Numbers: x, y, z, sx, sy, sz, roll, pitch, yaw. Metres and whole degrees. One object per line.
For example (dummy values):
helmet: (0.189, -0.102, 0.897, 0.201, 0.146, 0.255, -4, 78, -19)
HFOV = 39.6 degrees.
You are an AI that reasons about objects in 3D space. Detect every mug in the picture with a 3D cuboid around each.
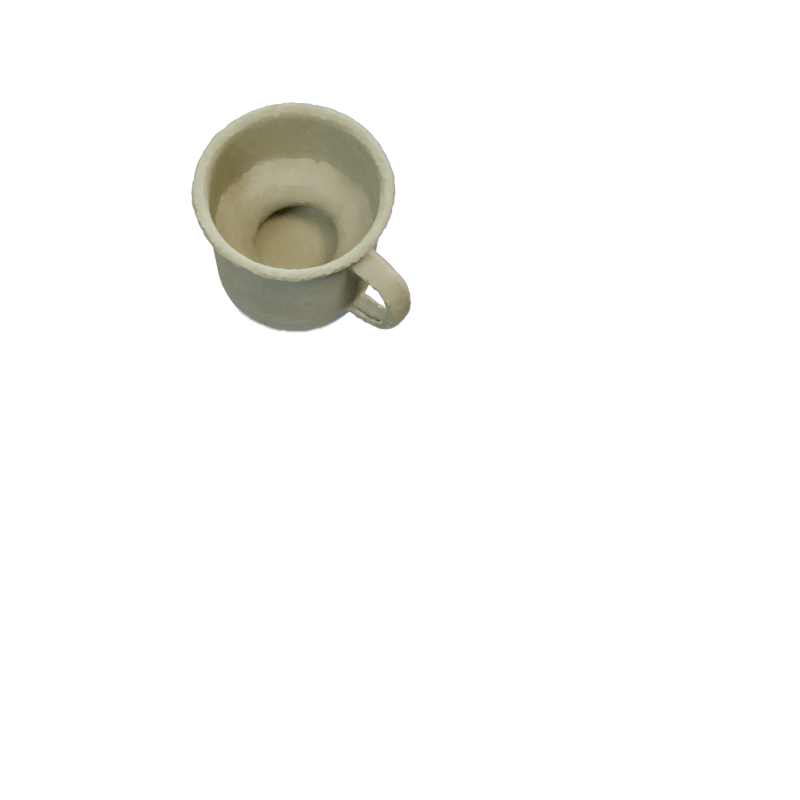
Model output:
mug: (-0.042, -0.077, 0.538, 0.122, 0.095, 0.077, 38, -19, 14)
